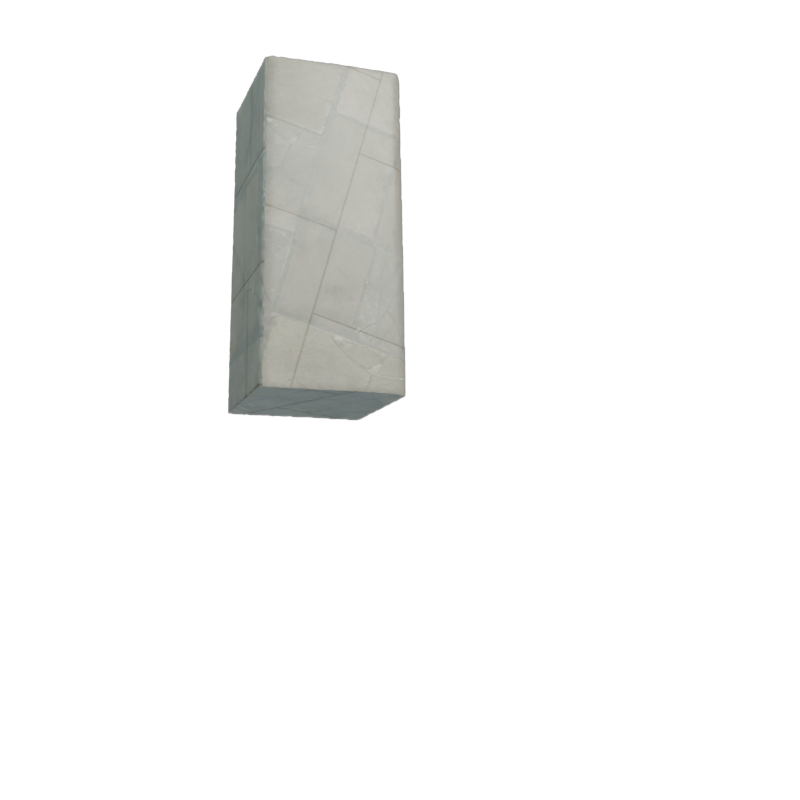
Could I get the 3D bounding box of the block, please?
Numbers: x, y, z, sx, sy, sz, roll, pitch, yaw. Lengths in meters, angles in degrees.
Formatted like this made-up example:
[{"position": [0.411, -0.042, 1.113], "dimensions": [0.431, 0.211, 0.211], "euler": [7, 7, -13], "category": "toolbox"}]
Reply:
[{"position": [-0.054, -0.099, 0.696], "dimensions": [0.088, 0.215, 0.089], "euler": [5, -18, -18], "category": "block"}]
